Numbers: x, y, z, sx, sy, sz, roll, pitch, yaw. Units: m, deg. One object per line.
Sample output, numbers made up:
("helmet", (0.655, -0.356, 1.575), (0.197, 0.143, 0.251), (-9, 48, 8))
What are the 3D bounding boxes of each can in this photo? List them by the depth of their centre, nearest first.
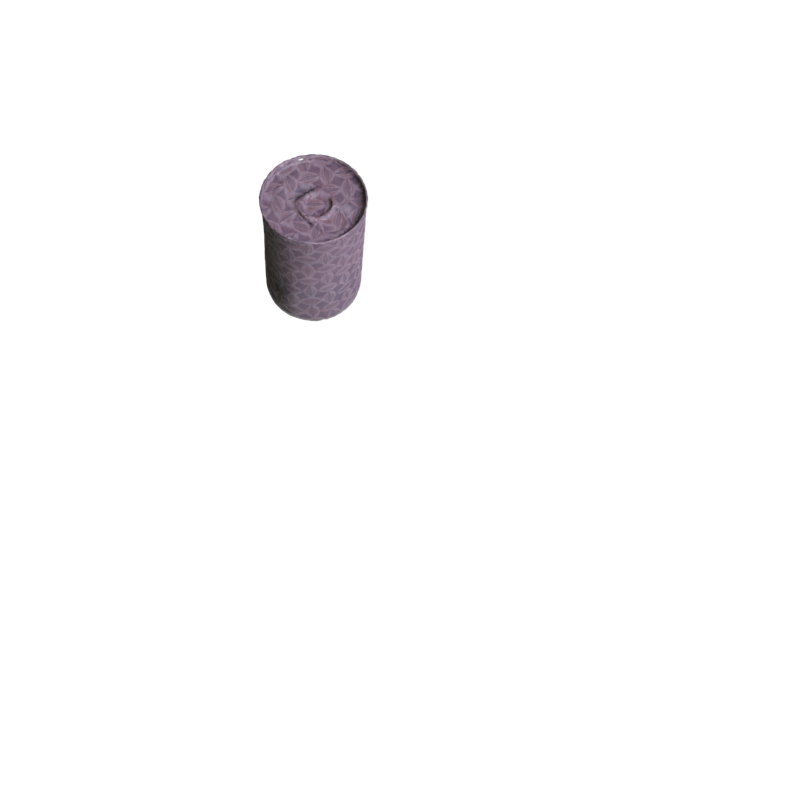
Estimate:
("can", (-0.057, -0.104, 0.730), (0.068, 0.073, 0.096), (0, -28, -3))
